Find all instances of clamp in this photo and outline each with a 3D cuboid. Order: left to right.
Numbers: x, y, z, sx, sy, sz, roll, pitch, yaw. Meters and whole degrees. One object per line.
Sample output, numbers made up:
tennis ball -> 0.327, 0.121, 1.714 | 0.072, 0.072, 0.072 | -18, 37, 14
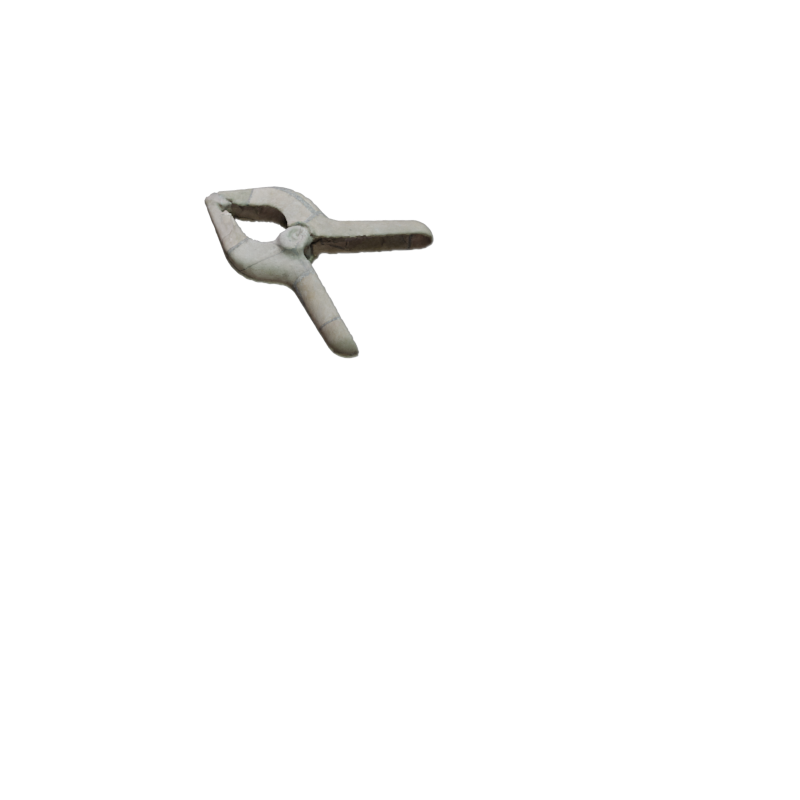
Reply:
clamp -> -0.064, -0.118, 0.823 | 0.180, 0.122, 0.037 | 36, -26, 21
